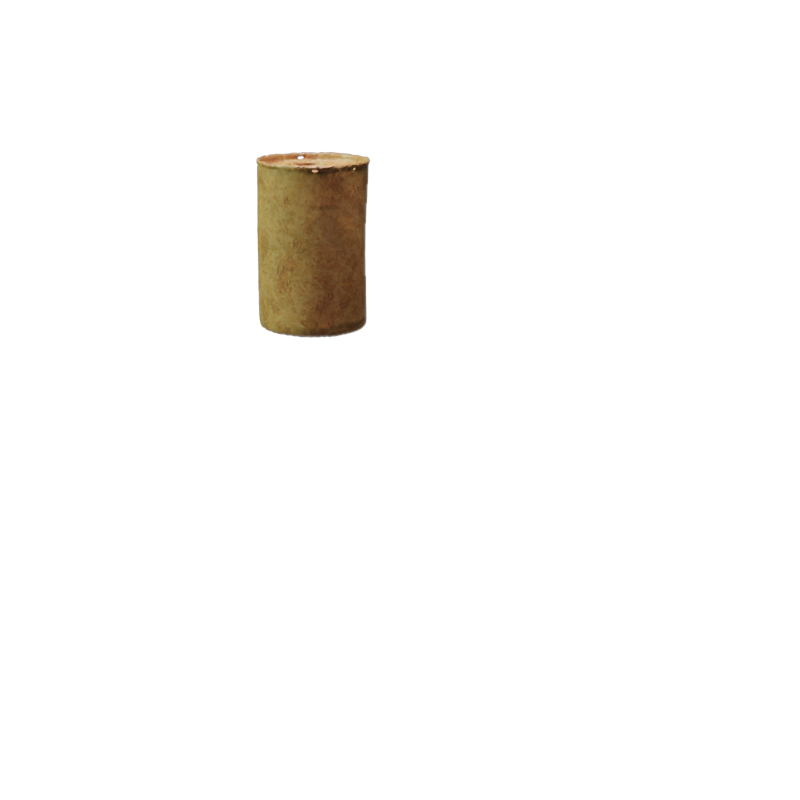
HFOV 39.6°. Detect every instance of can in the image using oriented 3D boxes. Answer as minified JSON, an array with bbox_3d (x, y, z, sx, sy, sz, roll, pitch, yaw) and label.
[{"bbox_3d":[-0.052,-0.096,0.671,0.068,0.099,0.071,0,14,-2],"label":"can"}]
